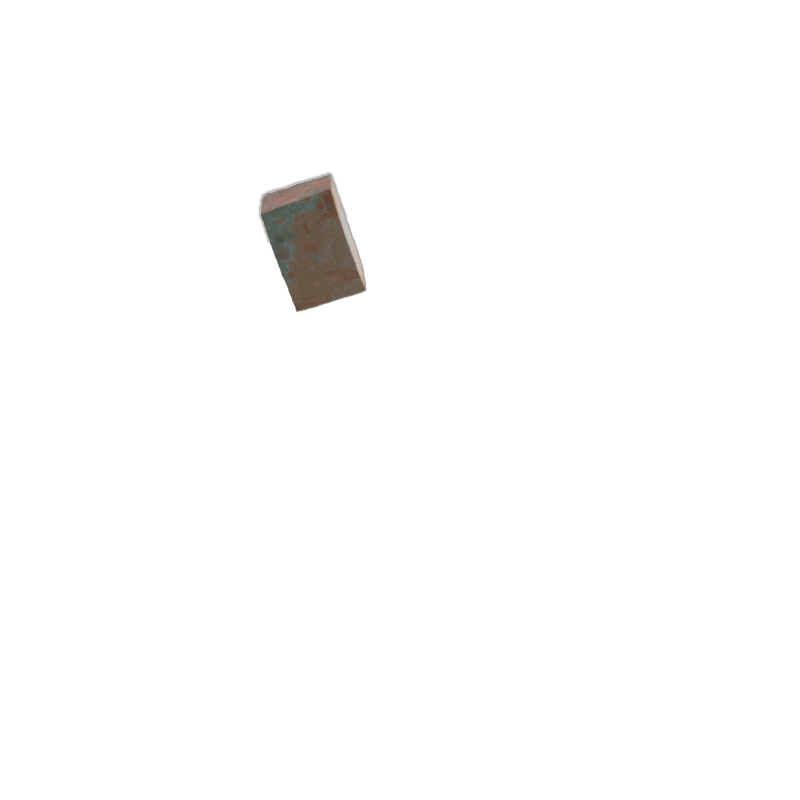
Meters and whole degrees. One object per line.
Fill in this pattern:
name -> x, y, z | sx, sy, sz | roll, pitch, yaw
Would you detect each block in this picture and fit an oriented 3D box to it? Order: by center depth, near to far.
block -> -0.060, -0.110, 0.769 | 0.053, 0.074, 0.054 | -17, 21, 5
